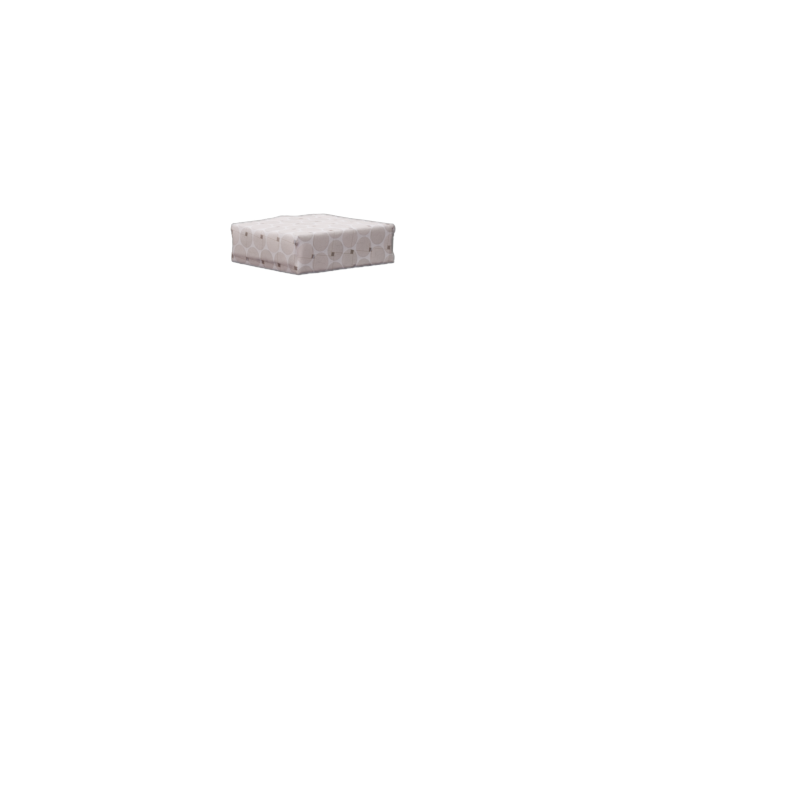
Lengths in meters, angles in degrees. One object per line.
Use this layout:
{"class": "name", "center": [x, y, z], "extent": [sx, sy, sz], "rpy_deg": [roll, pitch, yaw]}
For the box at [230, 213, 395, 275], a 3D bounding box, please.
{"class": "box", "center": [-0.059, -0.108, 0.755], "extent": [0.087, 0.029, 0.077], "rpy_deg": [-14, 21, -40]}
